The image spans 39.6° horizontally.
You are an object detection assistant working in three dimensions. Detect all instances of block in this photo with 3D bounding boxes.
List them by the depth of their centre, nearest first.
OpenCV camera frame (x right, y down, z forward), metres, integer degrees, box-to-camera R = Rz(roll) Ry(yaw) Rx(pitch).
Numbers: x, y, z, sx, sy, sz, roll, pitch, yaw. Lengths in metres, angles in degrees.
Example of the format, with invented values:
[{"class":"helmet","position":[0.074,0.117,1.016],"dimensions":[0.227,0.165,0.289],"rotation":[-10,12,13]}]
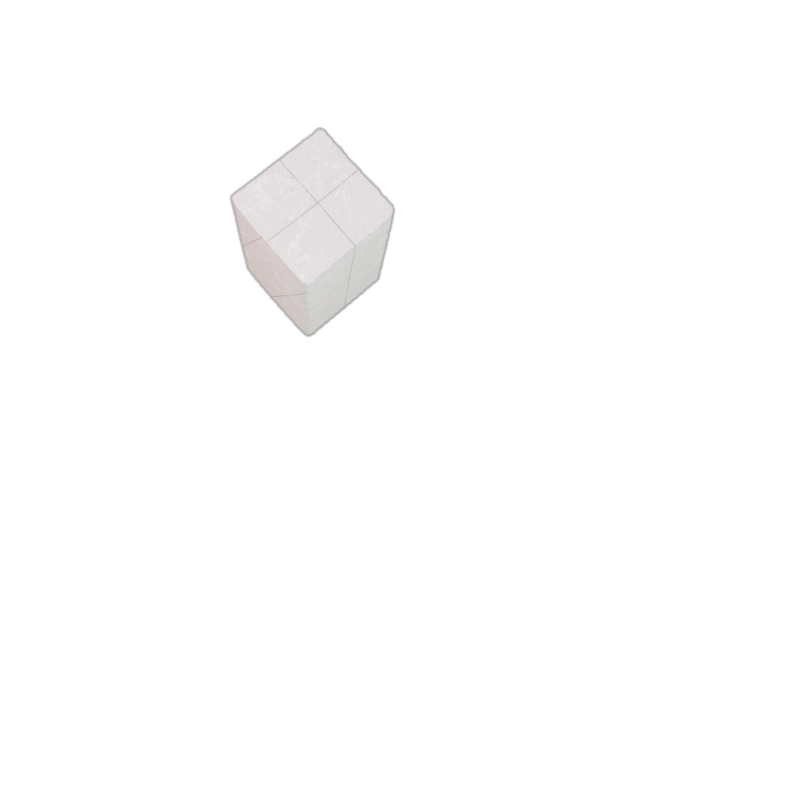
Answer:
[{"class":"block","position":[-0.071,-0.130,0.913],"dimensions":[0.091,0.092,0.201],"rotation":[-40,-5,-9]}]
